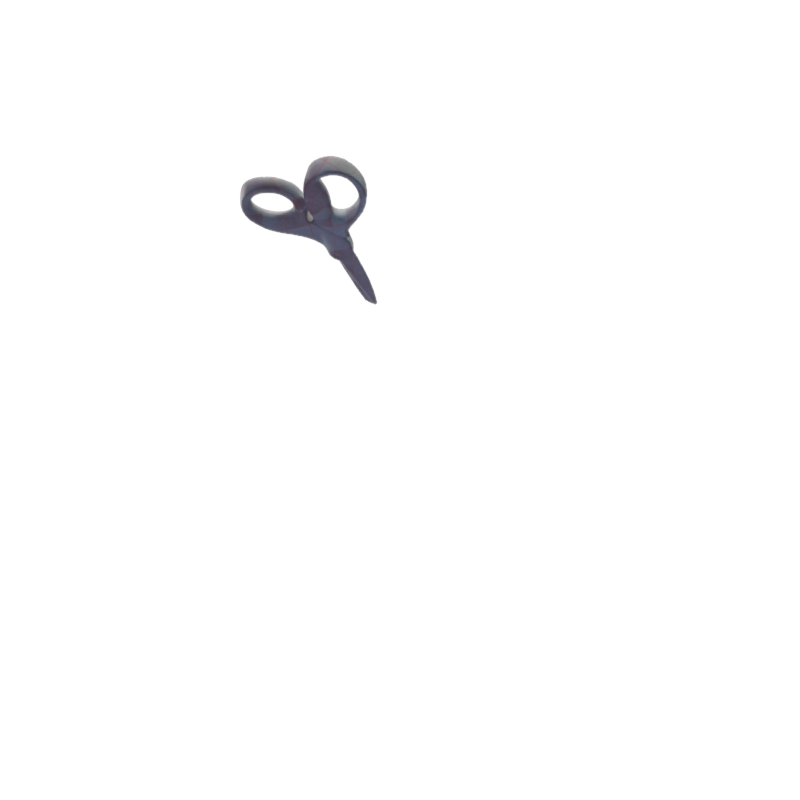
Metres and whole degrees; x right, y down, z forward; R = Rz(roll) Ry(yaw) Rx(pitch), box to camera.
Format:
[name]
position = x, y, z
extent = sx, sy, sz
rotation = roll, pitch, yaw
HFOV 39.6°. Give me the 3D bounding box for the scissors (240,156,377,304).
[scissors]
position = -0.063, -0.116, 0.811
extent = 0.096, 0.017, 0.190
rotation = 0, -24, -1
